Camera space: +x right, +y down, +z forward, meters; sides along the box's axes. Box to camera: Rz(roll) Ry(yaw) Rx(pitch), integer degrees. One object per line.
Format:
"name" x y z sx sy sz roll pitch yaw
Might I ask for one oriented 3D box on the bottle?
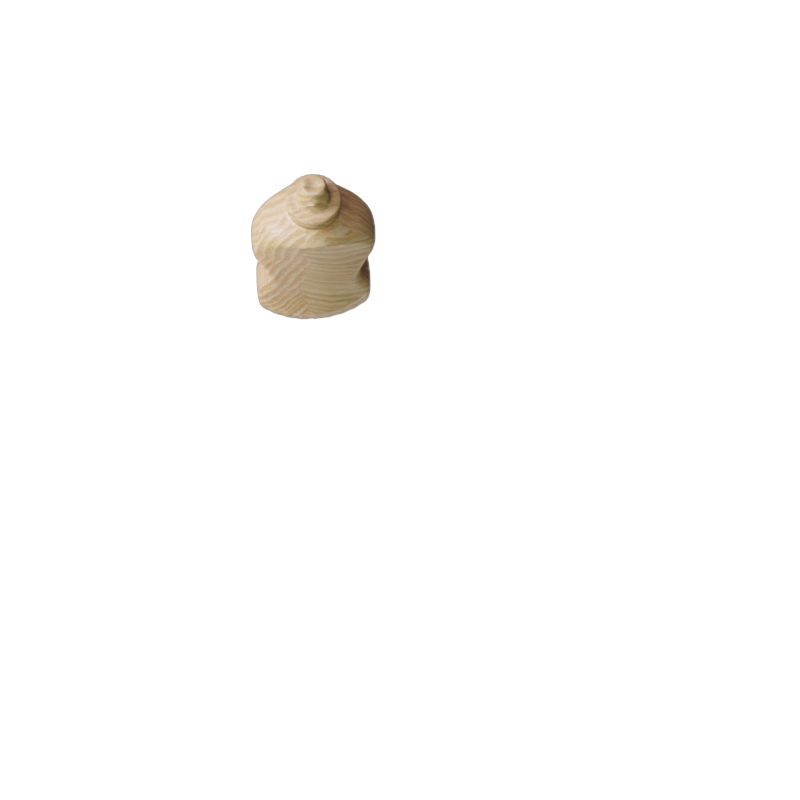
"bottle" -0.068 -0.124 0.870 0.096 0.061 0.182 -1 -19 -4
